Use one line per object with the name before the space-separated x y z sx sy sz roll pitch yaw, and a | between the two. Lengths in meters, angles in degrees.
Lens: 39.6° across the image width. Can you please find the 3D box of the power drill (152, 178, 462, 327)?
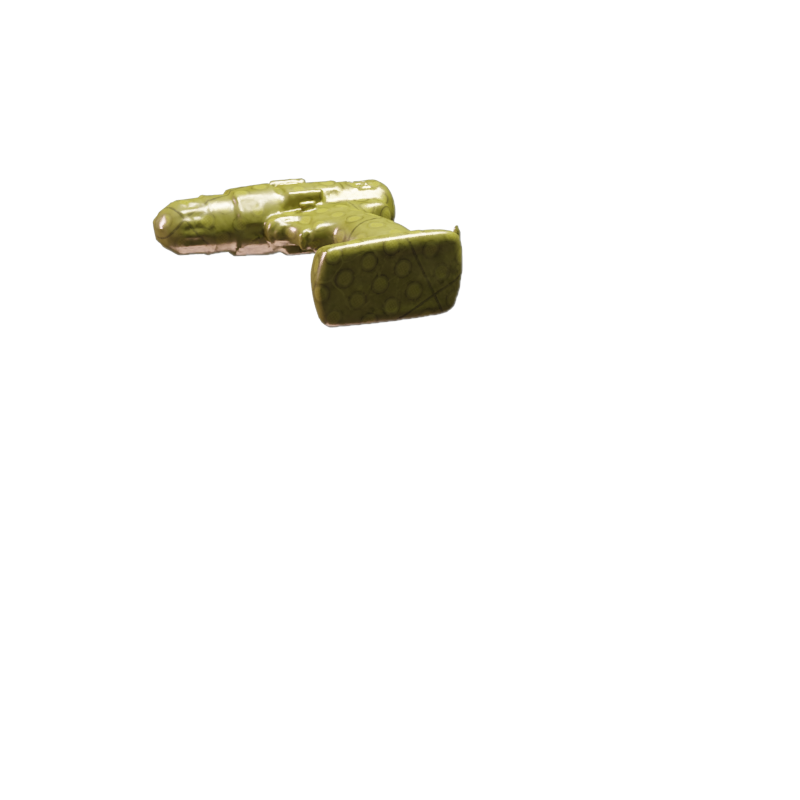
power drill | -0.059 -0.108 0.757 0.181 0.055 0.201 -11 28 -23
